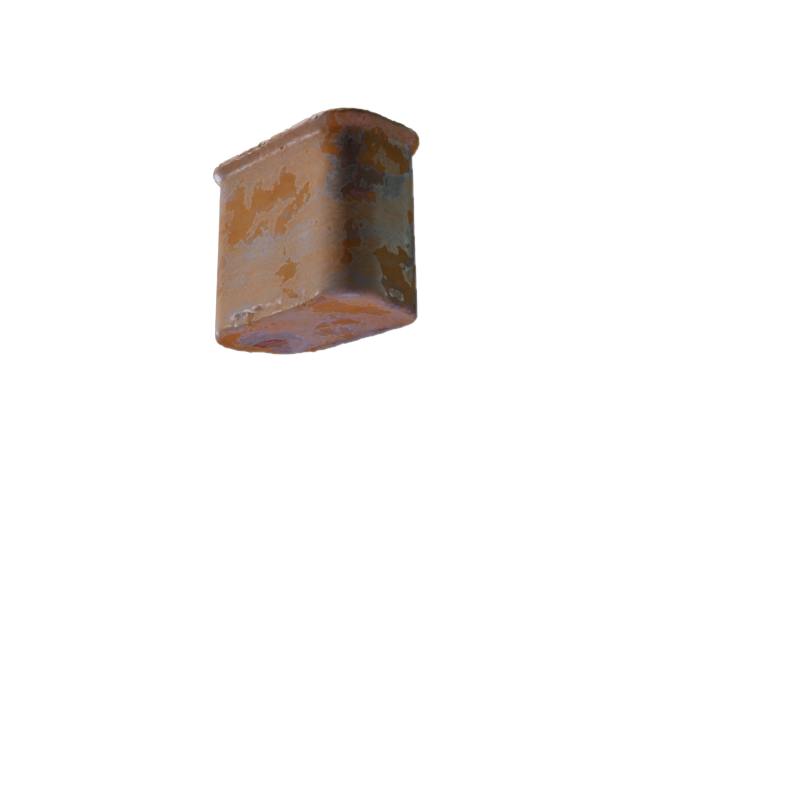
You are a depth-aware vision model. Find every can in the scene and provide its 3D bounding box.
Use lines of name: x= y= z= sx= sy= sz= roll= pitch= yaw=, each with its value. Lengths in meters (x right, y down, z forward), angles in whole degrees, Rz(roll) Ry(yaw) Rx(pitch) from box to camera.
can: x=-0.039 y=-0.071 z=0.495 sx=0.054 sy=0.088 sz=0.103 roll=16 pitch=-23 yaw=-42
